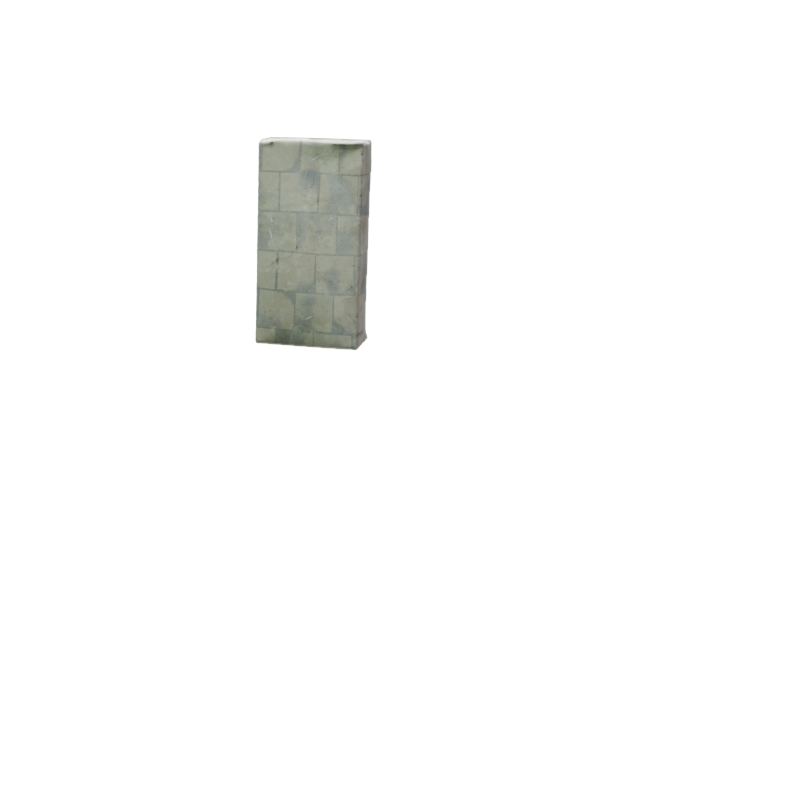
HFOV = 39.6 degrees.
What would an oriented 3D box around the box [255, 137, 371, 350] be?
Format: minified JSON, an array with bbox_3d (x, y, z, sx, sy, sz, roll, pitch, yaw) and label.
[{"bbox_3d":[-0.074,-0.135,0.948,0.095,0.172,0.048,3,10,12],"label":"box"}]
